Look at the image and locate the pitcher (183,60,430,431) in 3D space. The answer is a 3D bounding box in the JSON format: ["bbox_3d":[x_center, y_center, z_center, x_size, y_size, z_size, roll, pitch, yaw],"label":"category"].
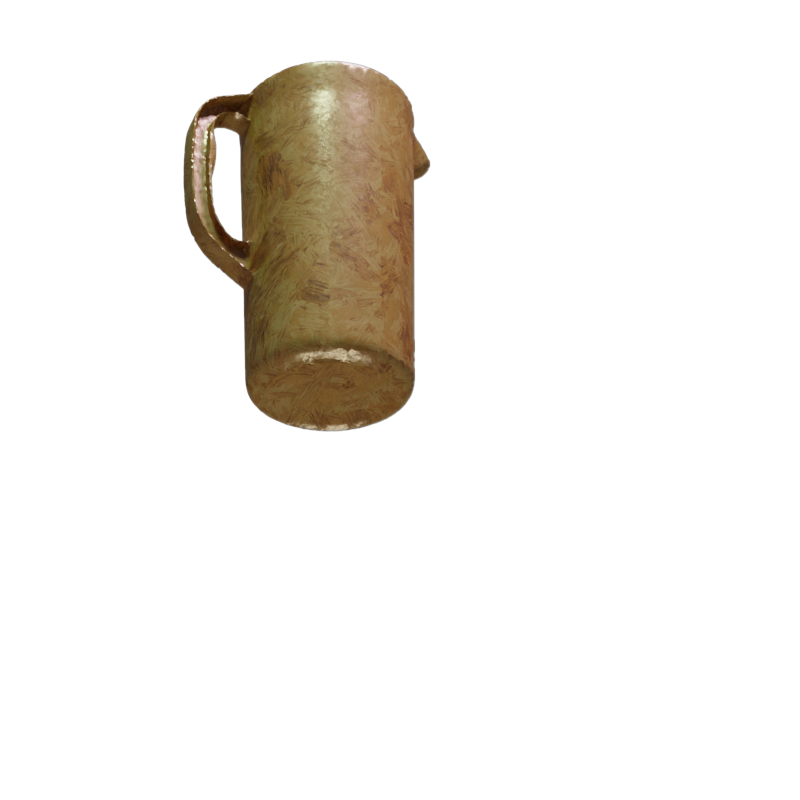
[{"bbox_3d":[-0.060,-0.109,0.766,0.151,0.260,0.134,-13,-36,15],"label":"pitcher"}]
